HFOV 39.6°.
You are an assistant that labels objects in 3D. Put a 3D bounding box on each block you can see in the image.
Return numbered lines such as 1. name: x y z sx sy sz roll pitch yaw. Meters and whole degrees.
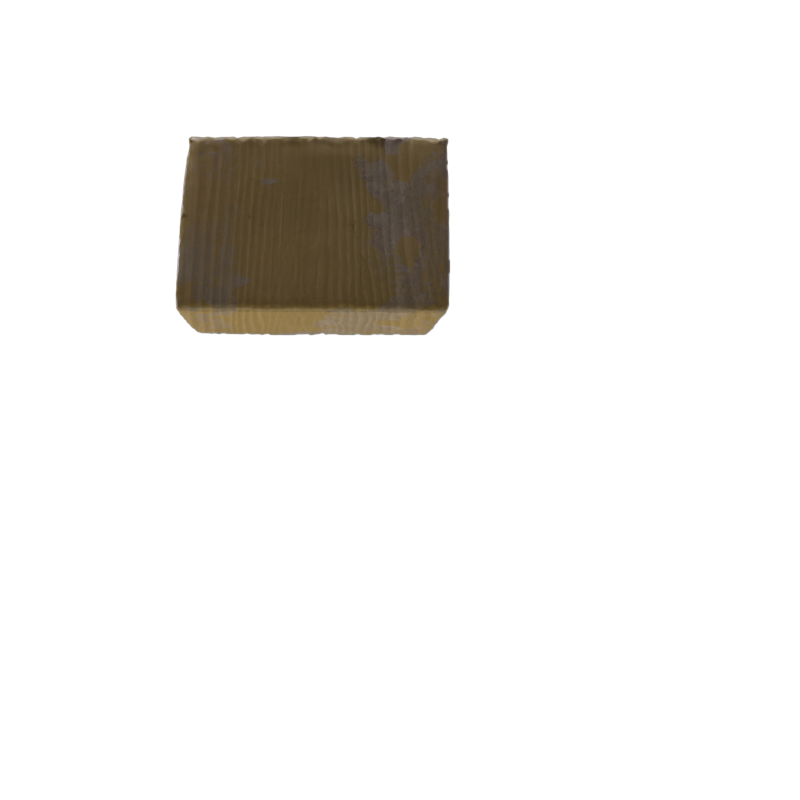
1. block: -0.027 -0.048 0.339 0.078 0.053 0.052 0 -8 -3
